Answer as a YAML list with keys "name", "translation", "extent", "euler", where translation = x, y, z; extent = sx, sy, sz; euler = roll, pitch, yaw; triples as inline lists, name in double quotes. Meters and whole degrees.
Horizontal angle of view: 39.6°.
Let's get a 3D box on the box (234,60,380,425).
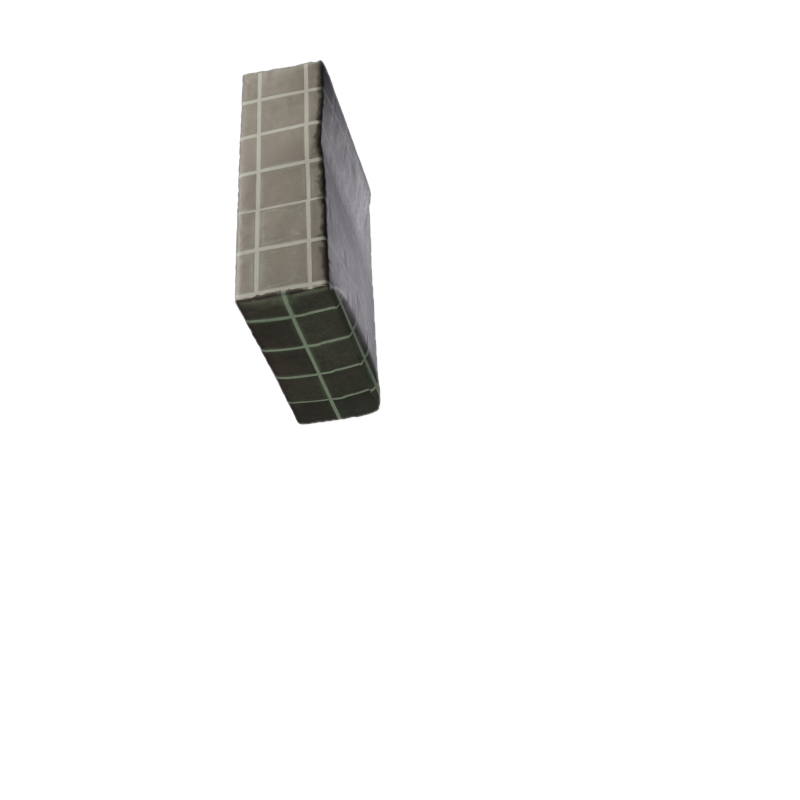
- name: "box"
  translation: [-0.064, -0.116, 0.815]
  extent: [0.072, 0.229, 0.152]
  euler: [-9, -36, 9]
